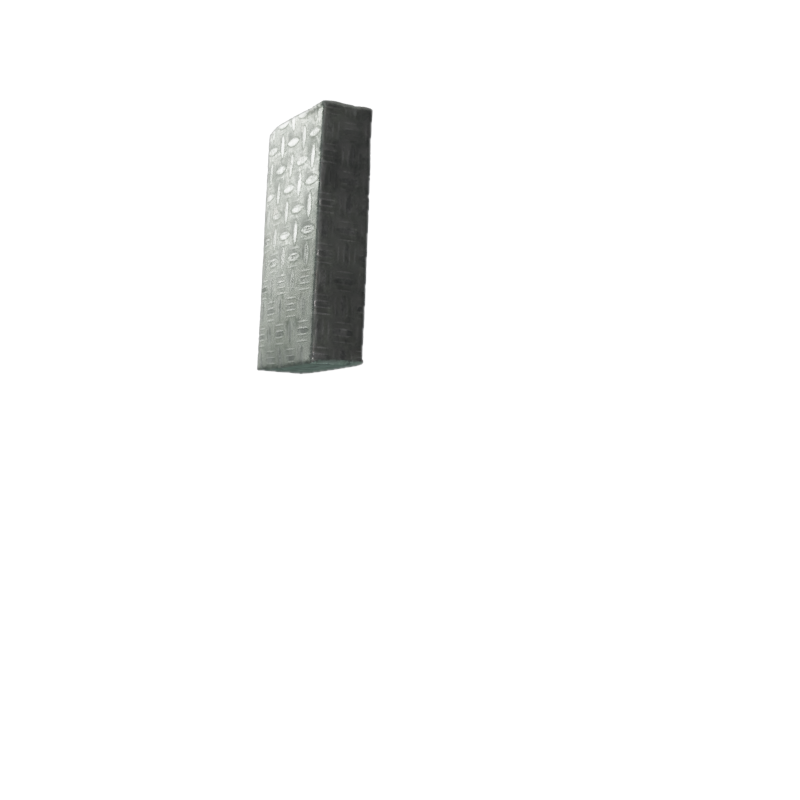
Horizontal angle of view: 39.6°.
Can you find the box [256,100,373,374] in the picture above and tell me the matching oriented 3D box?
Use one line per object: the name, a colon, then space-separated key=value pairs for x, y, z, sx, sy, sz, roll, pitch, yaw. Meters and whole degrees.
box: x=-0.060 y=-0.109 z=0.765 sx=0.046 sy=0.180 sz=0.095 roll=5 pitch=-10 yaw=-29
